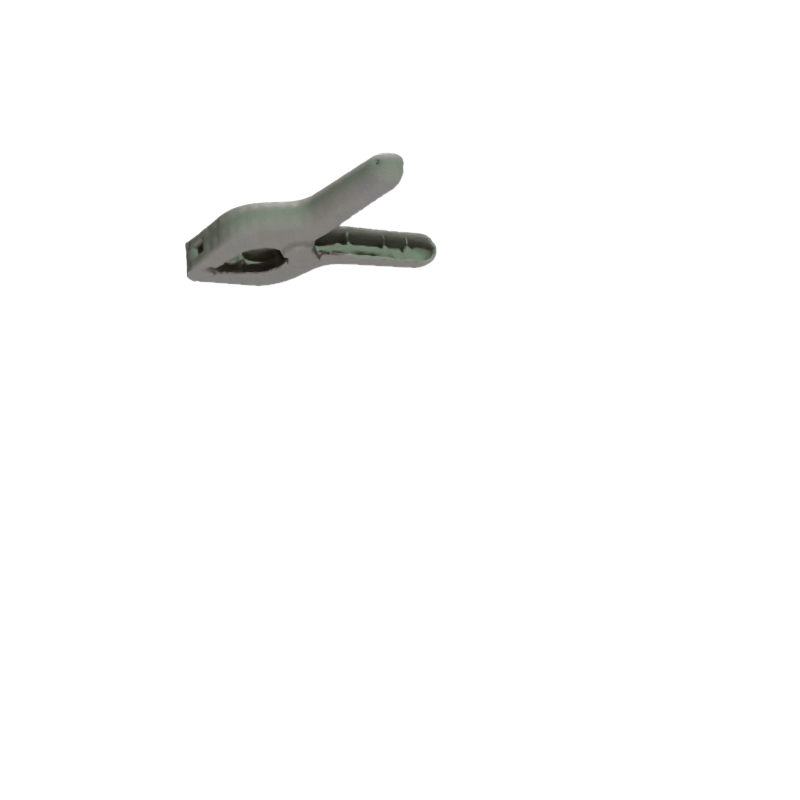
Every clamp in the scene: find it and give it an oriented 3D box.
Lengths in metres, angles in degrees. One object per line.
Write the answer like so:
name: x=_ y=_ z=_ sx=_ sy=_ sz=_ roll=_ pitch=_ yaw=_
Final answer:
clamp: x=-0.059 y=-0.108 z=0.755 sx=0.173 sy=0.042 sz=0.111 roll=-13 pitch=-34 yaw=19
